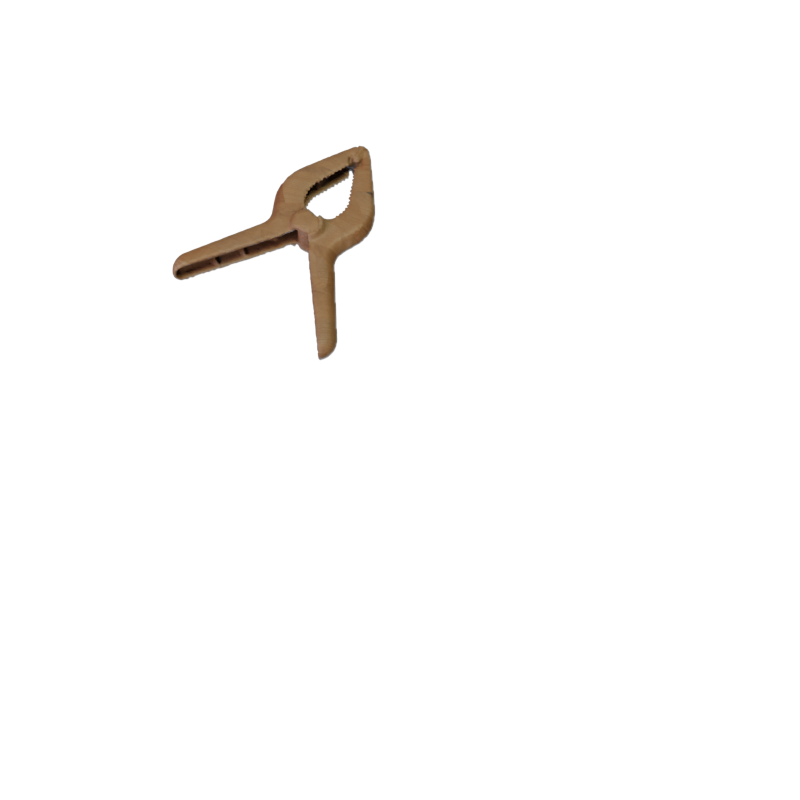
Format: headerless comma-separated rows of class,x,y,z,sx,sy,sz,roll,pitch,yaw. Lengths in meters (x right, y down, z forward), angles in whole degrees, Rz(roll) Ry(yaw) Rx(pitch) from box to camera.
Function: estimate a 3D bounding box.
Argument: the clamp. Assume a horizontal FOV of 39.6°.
clamp,-0.078,-0.143,0.999,0.172,0.214,0.034,34,-24,17
